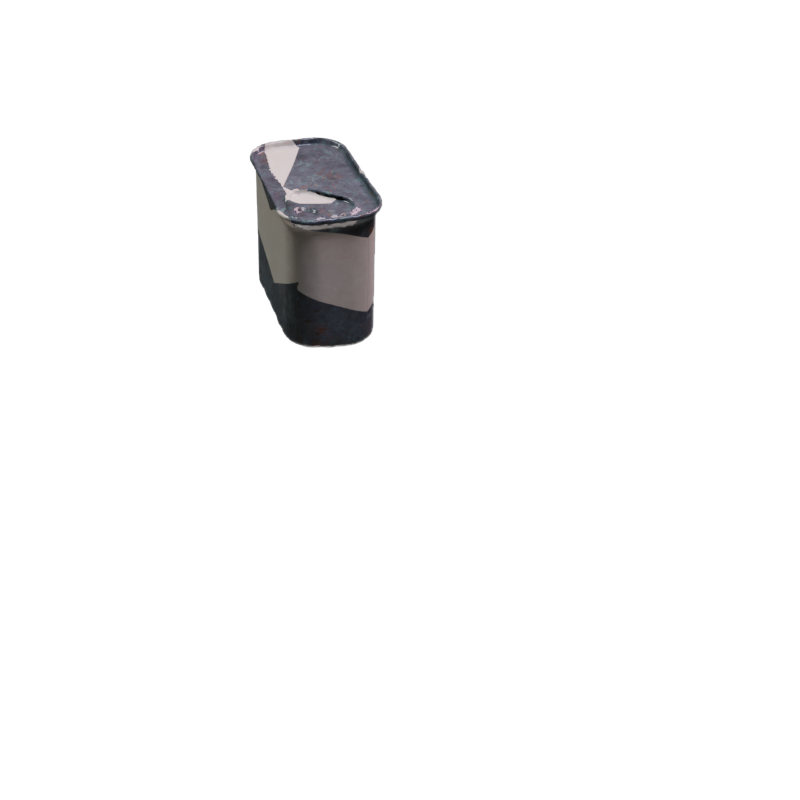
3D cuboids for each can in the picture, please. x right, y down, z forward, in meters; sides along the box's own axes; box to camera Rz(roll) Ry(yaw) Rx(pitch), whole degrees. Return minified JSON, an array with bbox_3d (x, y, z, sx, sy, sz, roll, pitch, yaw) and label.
[{"bbox_3d":[-0.049,-0.090,0.630,0.057,0.079,0.110,-8,35,-15],"label":"can"}]
